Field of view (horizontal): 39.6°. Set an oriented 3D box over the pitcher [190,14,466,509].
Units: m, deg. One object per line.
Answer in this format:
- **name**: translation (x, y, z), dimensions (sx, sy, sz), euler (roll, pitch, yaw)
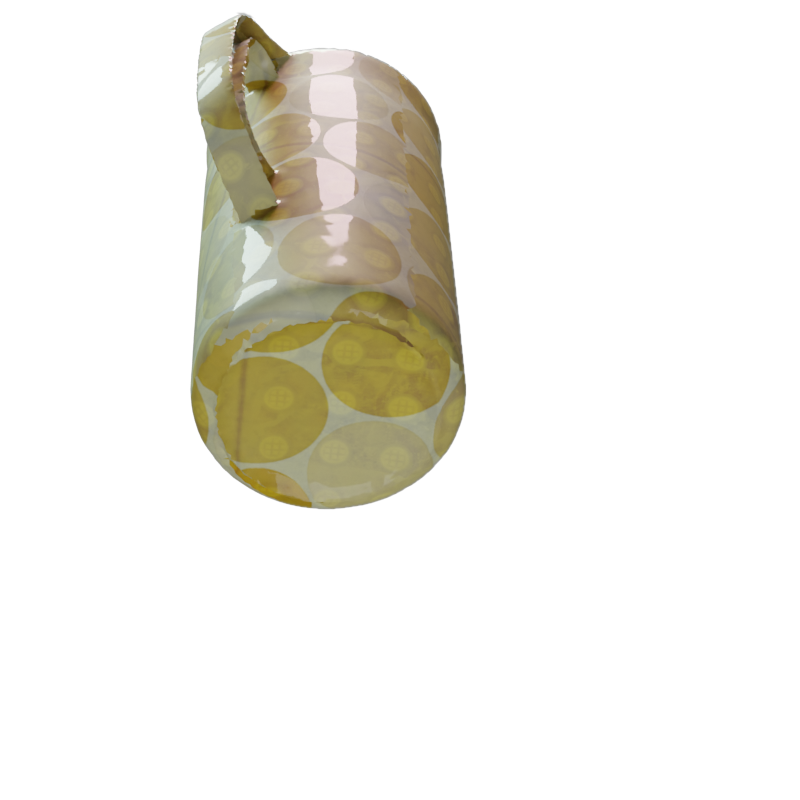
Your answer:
- **pitcher**: translation (-0.041, -0.075, 0.525), dimensions (0.146, 0.138, 0.259), euler (13, 32, -12)
